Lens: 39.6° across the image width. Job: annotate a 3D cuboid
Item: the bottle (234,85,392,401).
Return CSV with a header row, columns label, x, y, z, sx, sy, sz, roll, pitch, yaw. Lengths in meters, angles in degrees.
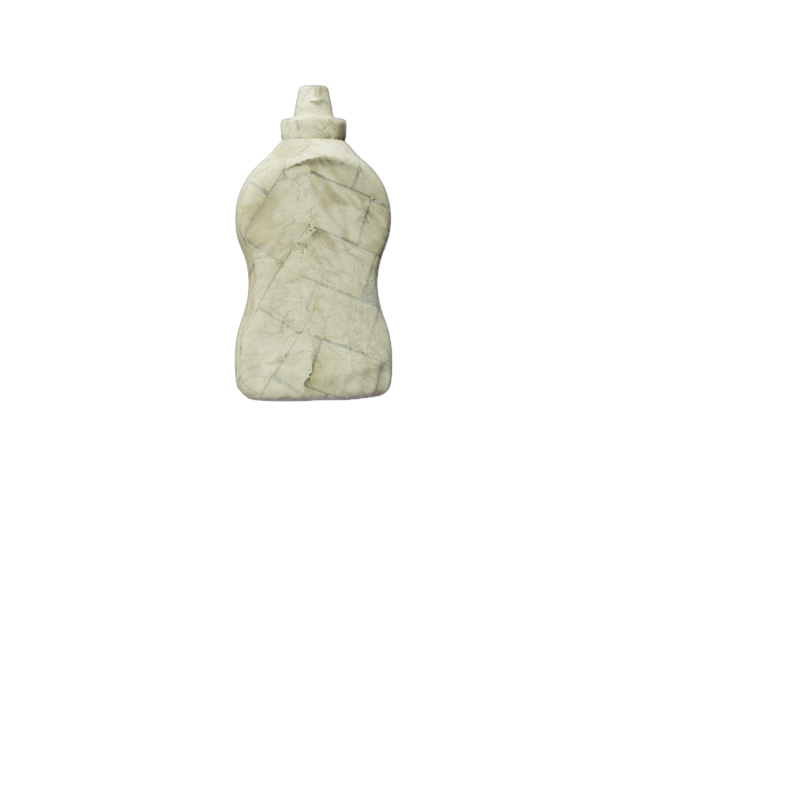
label,x,y,z,sx,sy,sz,roll,pitch,yaw
bottle,-0.054,-0.098,0.686,0.095,0.191,0.059,0,1,-11
